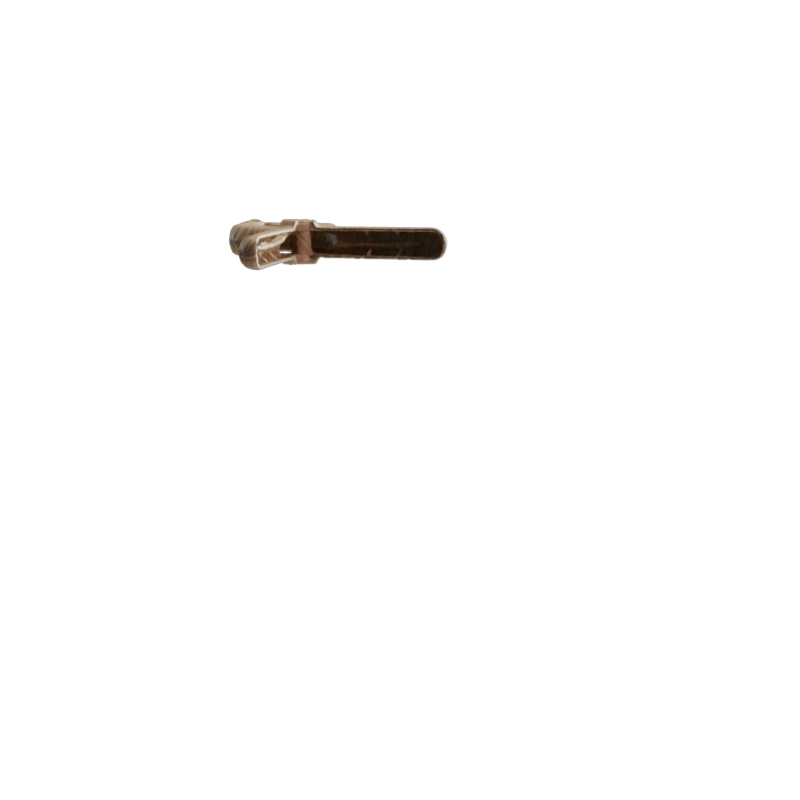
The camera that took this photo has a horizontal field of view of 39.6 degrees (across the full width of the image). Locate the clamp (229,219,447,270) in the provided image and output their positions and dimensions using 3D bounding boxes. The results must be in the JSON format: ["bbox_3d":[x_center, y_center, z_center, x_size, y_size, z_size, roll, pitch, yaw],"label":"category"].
[{"bbox_3d":[-0.070,-0.128,0.893,0.161,0.036,0.218,-4,12,-19],"label":"clamp"}]
